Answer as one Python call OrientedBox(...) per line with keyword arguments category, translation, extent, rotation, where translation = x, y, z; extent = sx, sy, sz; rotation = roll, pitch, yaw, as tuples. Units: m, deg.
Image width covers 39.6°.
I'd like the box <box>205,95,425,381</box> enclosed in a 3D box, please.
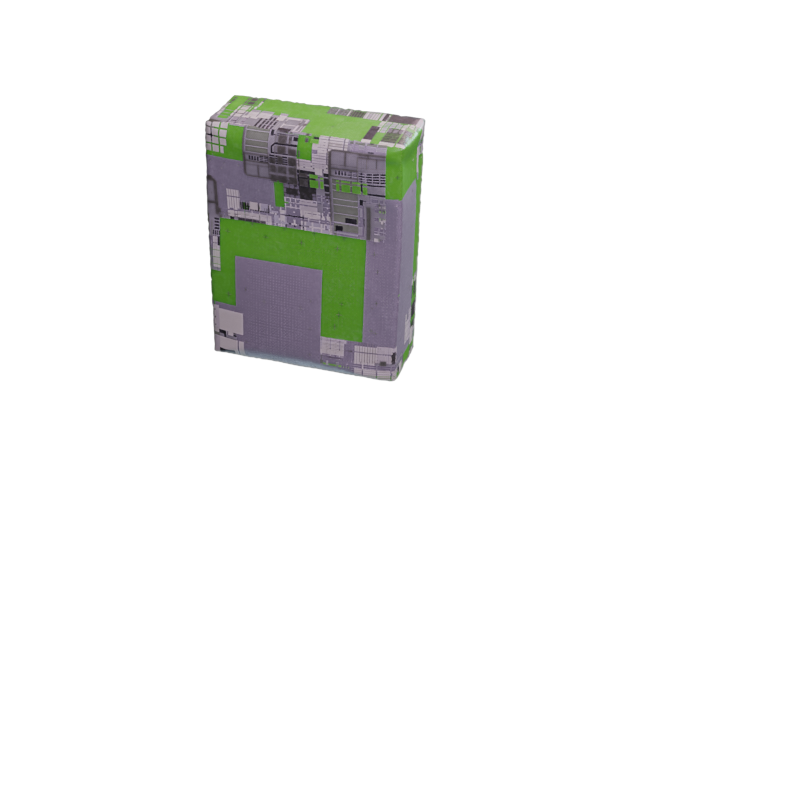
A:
OrientedBox(category="box", translation=(-0.071, -0.129, 0.905), extent=(0.168, 0.201, 0.074), rotation=(11, 32, 15))
